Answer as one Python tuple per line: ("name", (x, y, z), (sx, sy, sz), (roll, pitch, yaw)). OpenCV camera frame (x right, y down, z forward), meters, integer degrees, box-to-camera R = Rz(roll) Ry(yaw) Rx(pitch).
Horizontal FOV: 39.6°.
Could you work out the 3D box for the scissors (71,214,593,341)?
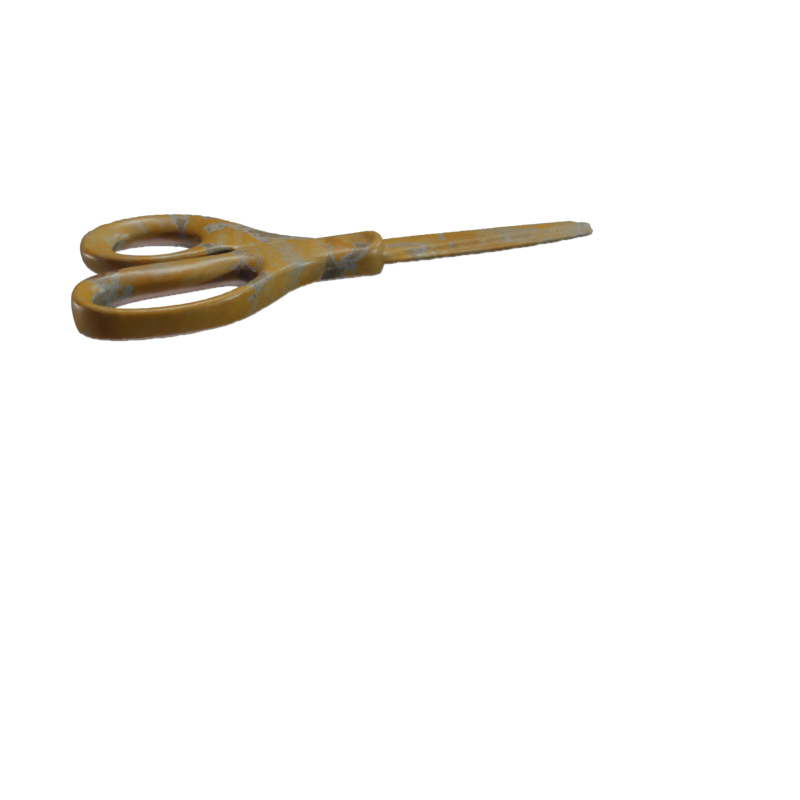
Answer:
("scissors", (-0.033, -0.061, 0.426), (0.198, 0.015, 0.103), (-18, 33, -29))
